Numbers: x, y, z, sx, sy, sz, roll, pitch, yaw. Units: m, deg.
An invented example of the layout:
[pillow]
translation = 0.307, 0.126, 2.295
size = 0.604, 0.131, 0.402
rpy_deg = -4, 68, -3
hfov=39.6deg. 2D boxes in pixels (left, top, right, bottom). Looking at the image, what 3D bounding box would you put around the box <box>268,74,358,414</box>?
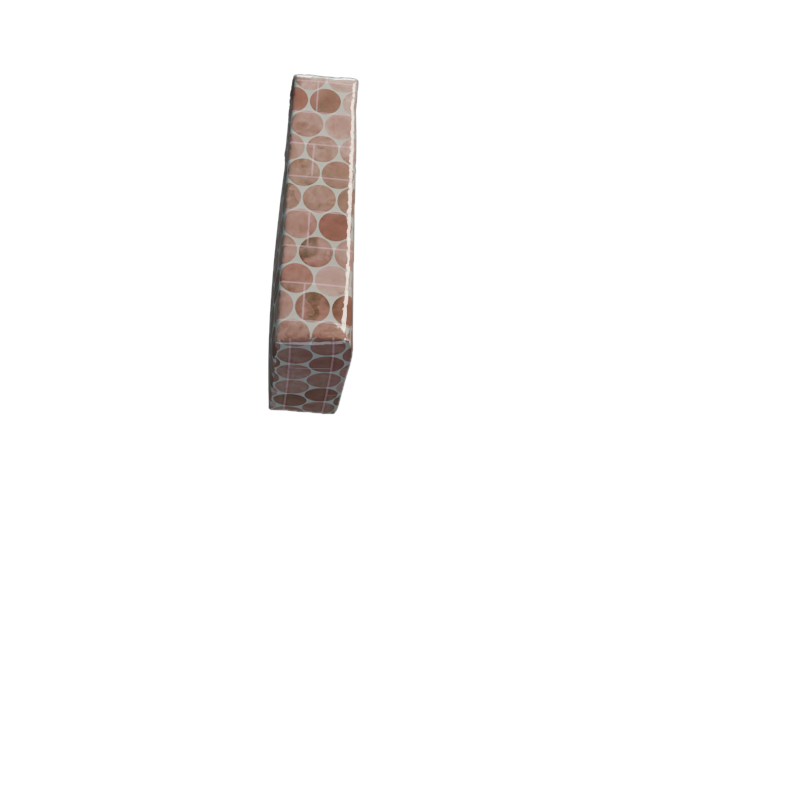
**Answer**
[box]
translation = -0.051, -0.092, 0.643
size = 0.048, 0.188, 0.088
rpy_deg = 2, -29, -8
